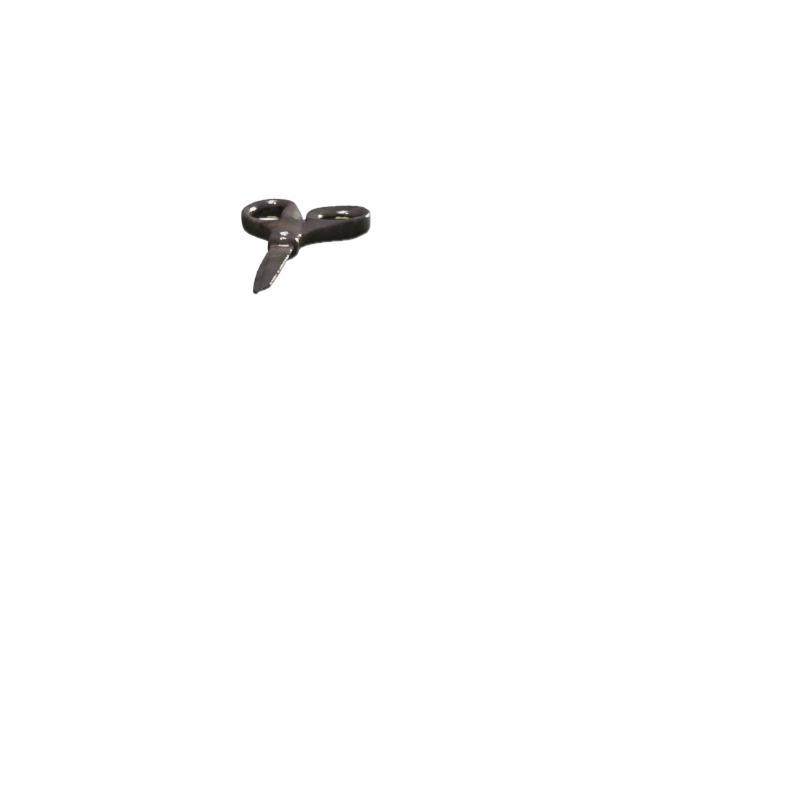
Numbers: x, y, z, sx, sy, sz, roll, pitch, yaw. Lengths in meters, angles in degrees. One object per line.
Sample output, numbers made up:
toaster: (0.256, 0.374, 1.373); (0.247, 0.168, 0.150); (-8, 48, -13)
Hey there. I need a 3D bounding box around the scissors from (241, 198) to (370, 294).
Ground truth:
scissors: (-0.054, -0.098, 0.687); (0.095, 0.015, 0.213); (-5, 22, -11)
